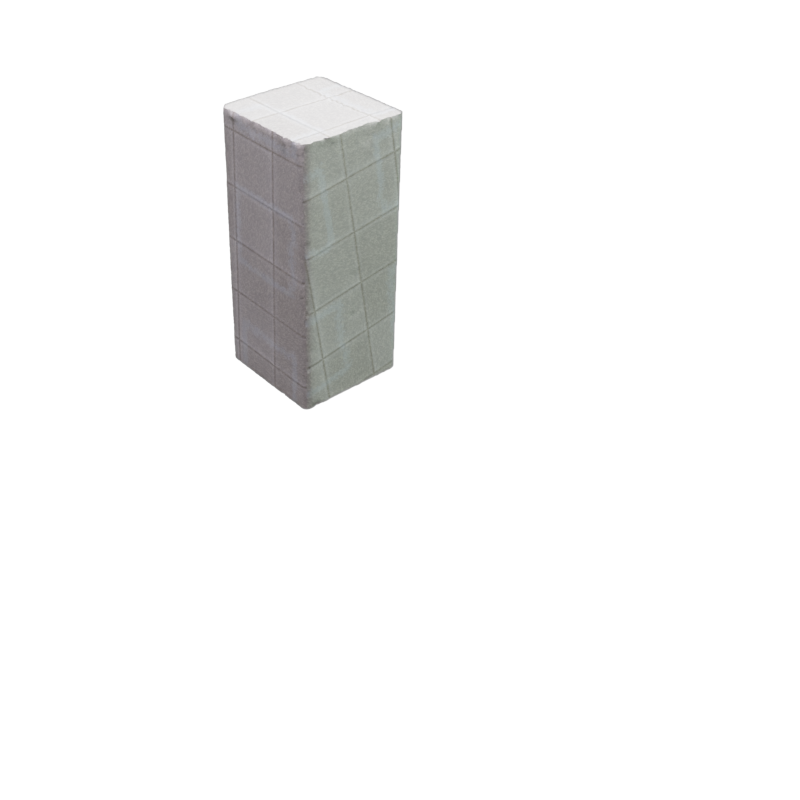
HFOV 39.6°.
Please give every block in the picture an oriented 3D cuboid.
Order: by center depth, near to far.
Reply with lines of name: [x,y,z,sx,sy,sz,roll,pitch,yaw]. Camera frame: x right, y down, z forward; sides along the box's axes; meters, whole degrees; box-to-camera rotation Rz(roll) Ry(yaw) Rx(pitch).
block: [-0.063,-0.113,0.790,0.089,0.194,0.097,-24,40,-35]
